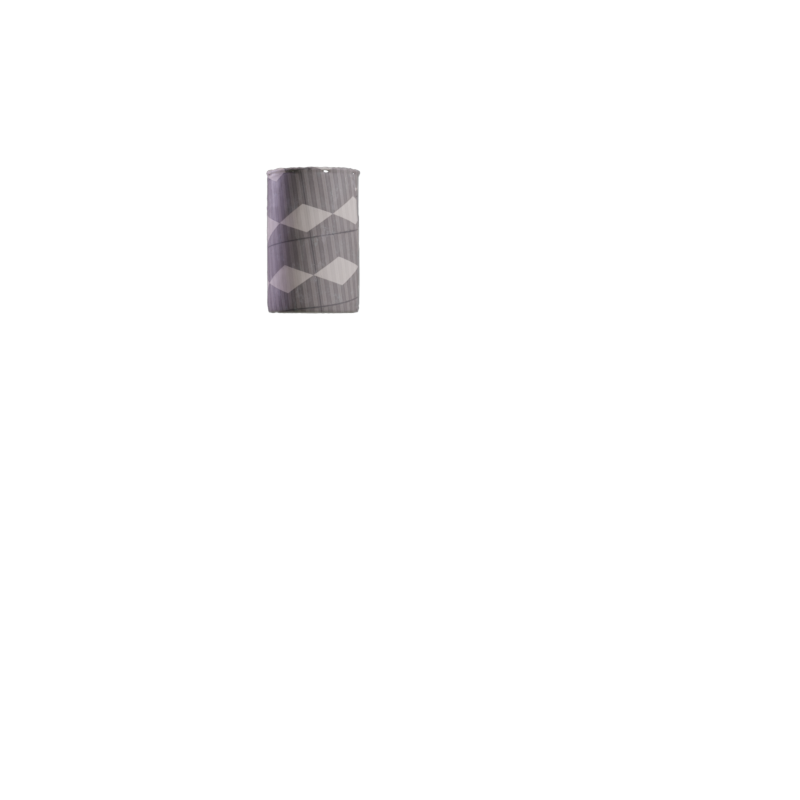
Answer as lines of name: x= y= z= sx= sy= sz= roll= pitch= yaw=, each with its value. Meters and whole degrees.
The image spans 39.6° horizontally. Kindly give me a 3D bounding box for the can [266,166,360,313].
can: x=-0.063 y=-0.114 z=0.800 sx=0.068 sy=0.103 sz=0.069 roll=0 pitch=0 yaw=-2
